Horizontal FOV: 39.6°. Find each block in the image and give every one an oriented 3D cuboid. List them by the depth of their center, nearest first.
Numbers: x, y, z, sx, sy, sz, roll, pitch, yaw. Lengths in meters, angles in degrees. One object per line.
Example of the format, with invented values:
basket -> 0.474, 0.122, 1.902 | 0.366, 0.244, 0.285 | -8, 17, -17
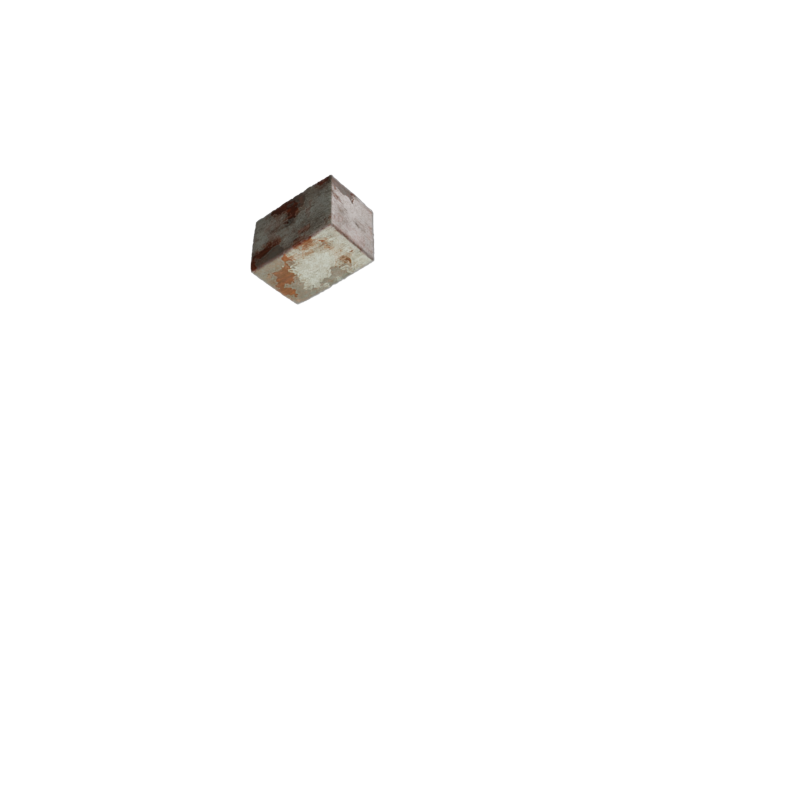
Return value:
block -> -0.064, -0.117, 0.818 | 0.078, 0.055, 0.049 | -27, -46, 28
